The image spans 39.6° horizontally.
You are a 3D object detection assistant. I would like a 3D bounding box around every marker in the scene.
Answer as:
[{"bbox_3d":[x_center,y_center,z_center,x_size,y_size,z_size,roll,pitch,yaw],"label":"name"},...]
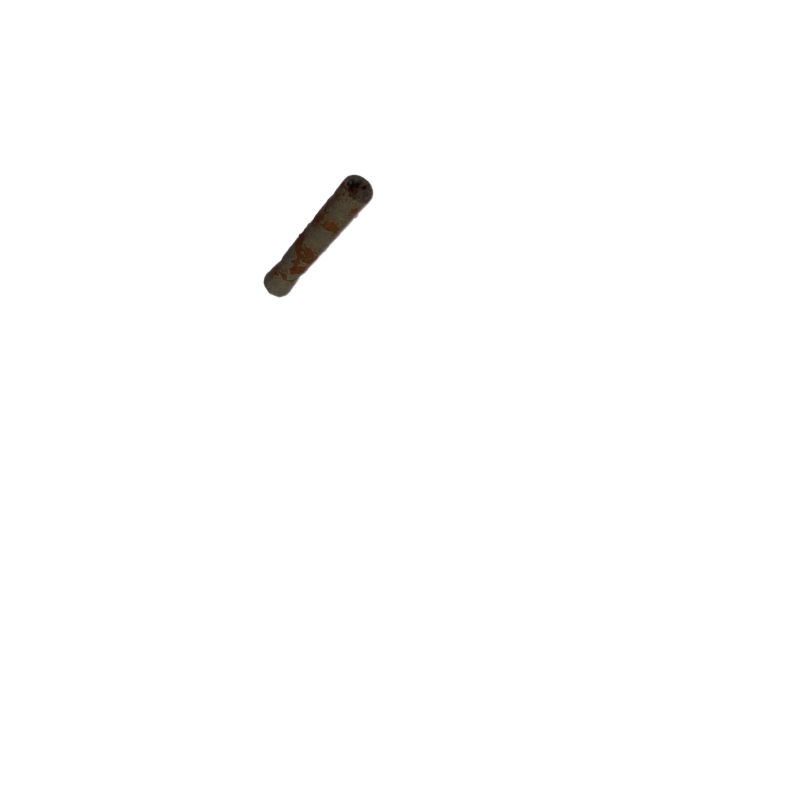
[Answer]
[{"bbox_3d":[-0.051,-0.093,0.650,0.019,0.021,0.118,-1,-22,-32],"label":"marker"}]
